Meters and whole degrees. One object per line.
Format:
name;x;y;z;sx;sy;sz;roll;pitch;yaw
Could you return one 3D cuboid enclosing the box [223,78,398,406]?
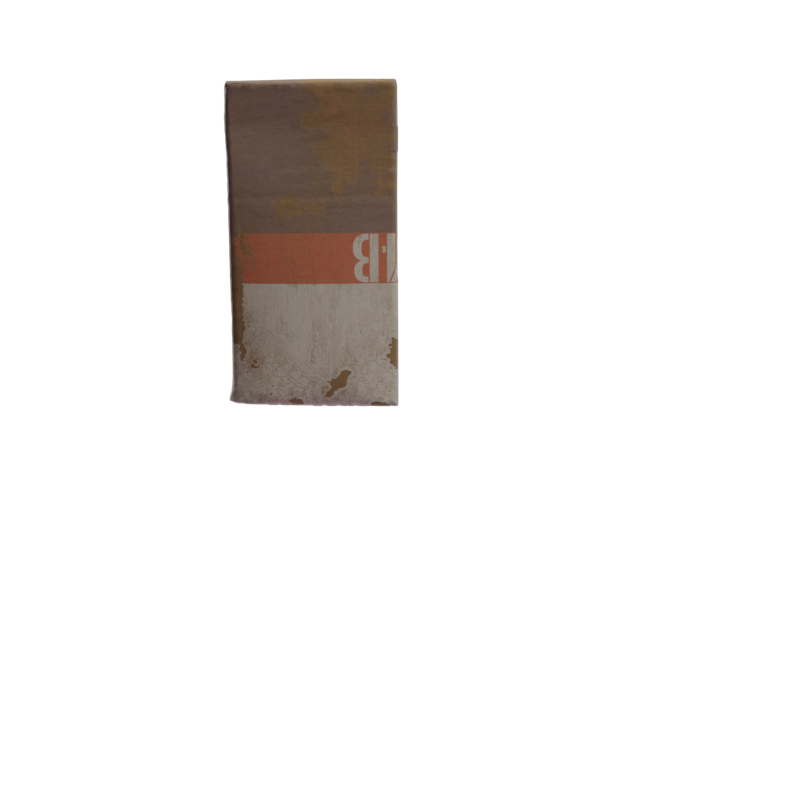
box;-0.047;-0.087;0.606;0.093;0.174;0.049;0;6;1
